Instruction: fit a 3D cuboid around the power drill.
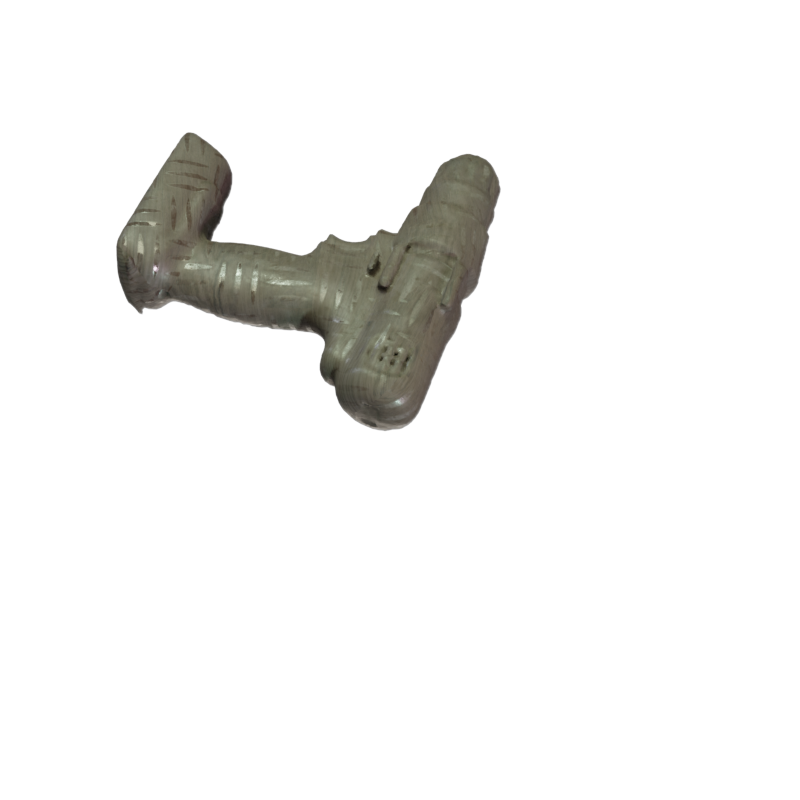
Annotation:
[{"bbox_3d":[-0.049,-0.089,0.622,0.192,0.193,0.053,17,-35,12],"label":"power drill"}]
